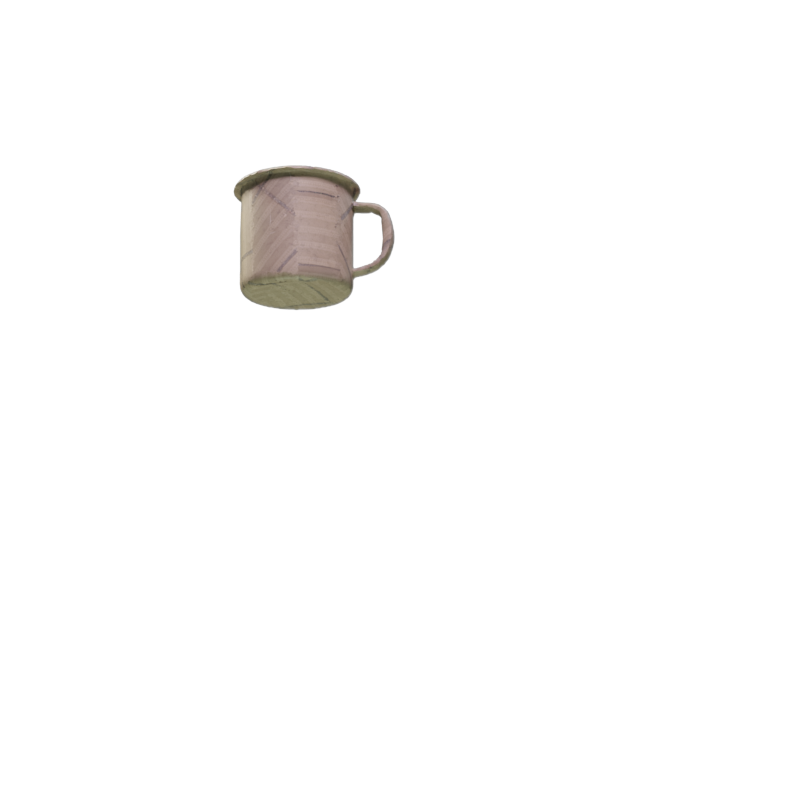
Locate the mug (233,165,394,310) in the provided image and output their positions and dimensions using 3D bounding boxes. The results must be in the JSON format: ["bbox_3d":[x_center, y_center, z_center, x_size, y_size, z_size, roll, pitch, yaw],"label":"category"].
[{"bbox_3d":[-0.063,-0.114,0.801,0.117,0.085,0.089,-1,-16,2],"label":"mug"}]
